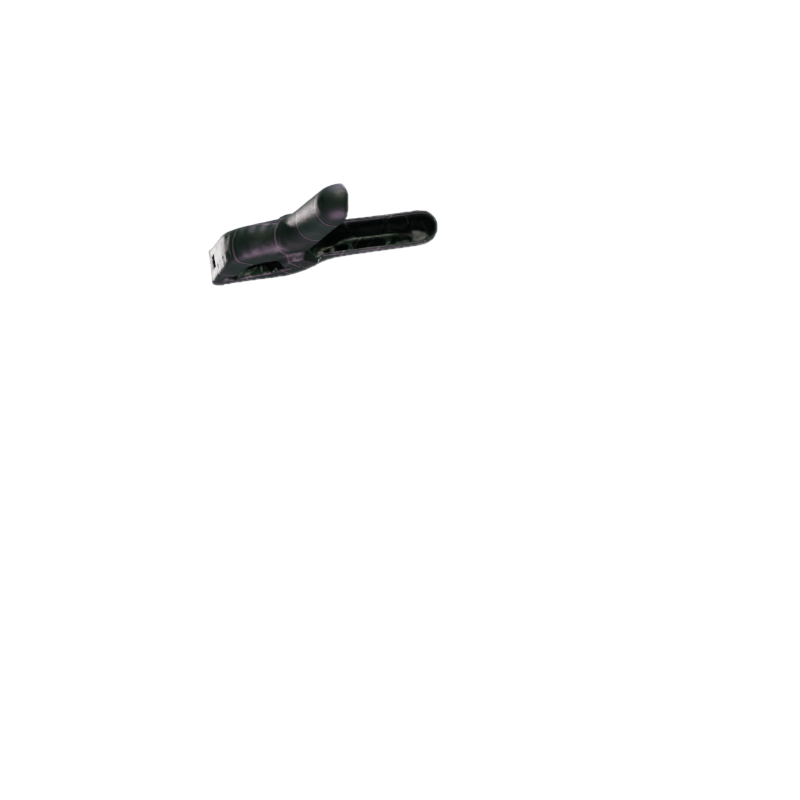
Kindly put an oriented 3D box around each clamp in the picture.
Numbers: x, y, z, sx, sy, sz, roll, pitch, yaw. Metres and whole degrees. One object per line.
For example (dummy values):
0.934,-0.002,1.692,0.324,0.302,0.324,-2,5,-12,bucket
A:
-0.062,-0.113,0.791,0.175,0.041,0.114,-10,-15,43,clamp
